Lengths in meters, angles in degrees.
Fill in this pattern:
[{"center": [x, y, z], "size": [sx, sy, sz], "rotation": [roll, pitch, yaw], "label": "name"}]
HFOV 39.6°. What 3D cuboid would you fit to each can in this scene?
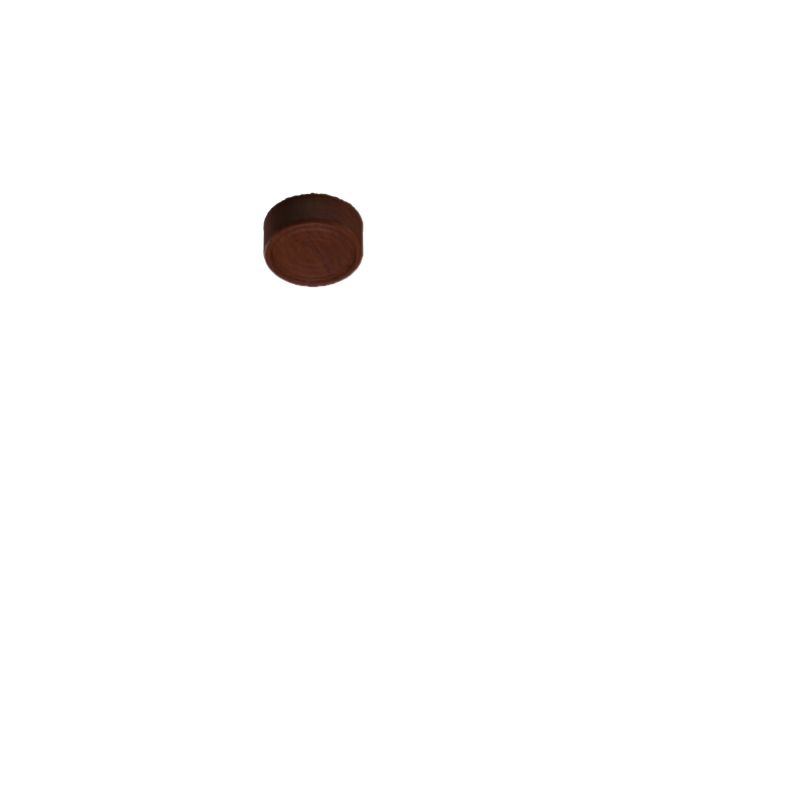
[{"center": [-0.073, -0.134, 0.937], "size": [0.086, 0.036, 0.080], "rotation": [1, -37, -2], "label": "can"}]
